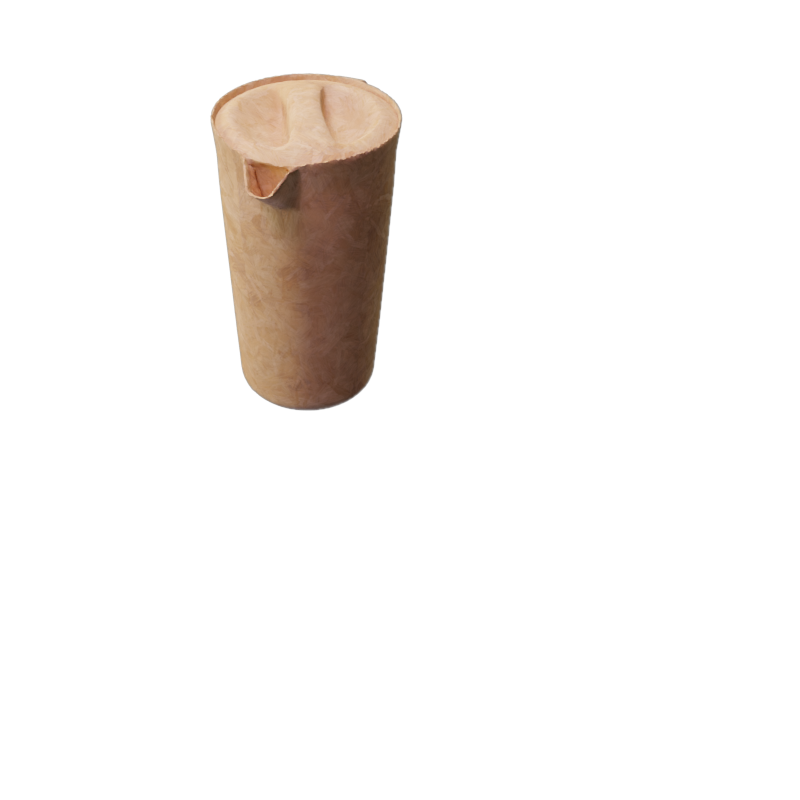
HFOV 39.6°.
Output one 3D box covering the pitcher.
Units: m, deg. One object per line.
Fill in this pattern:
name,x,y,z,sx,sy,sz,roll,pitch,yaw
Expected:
pitcher,-0.066,-0.120,0.843,0.147,0.227,0.157,-16,42,-21
